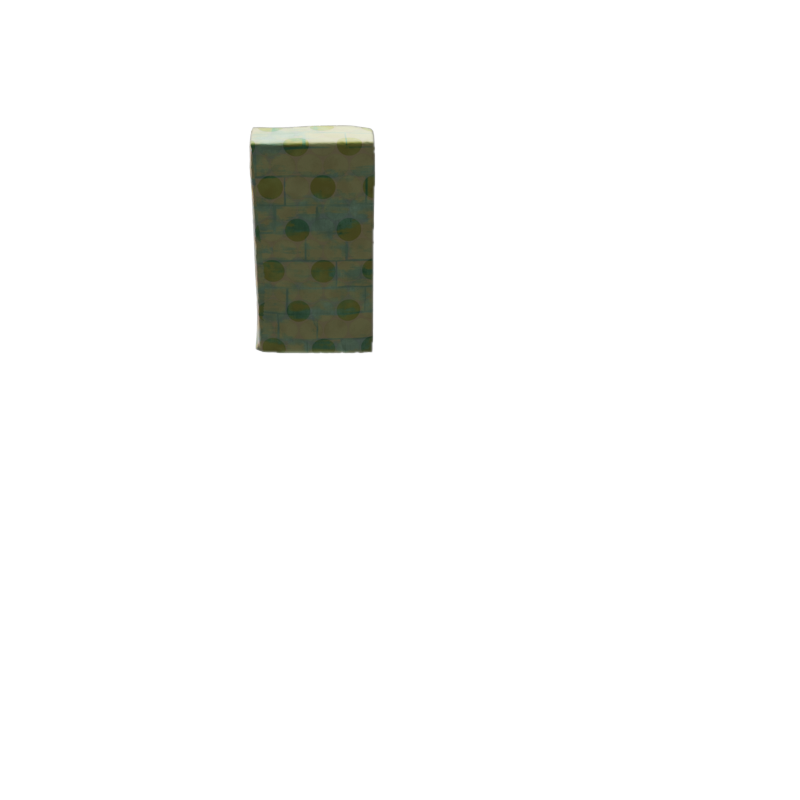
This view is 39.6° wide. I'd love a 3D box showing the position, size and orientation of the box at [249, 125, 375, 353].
[{"bbox_3d":[-0.066,-0.121,0.848,0.093,0.167,0.051,1,24,-2],"label":"box"}]
